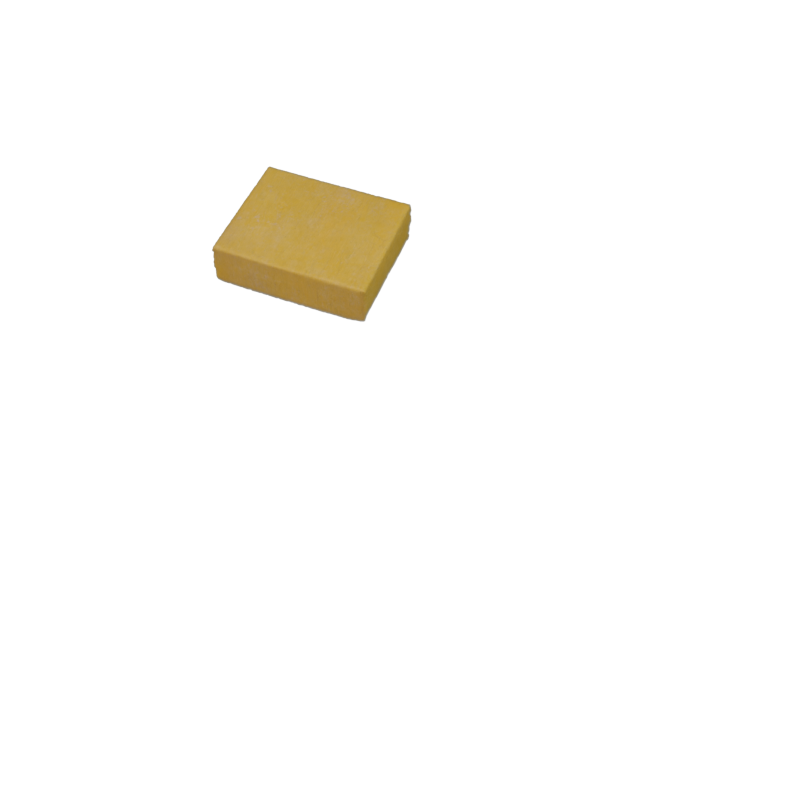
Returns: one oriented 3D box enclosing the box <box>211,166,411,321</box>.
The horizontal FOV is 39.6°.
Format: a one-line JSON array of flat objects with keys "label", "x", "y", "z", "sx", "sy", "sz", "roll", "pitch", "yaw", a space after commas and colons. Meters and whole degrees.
[{"label": "box", "x": -0.060, "y": -0.109, "z": 0.765, "sx": 0.117, "sy": 0.094, "sz": 0.036, "roll": 18, "pitch": -38, "yaw": 14}]
